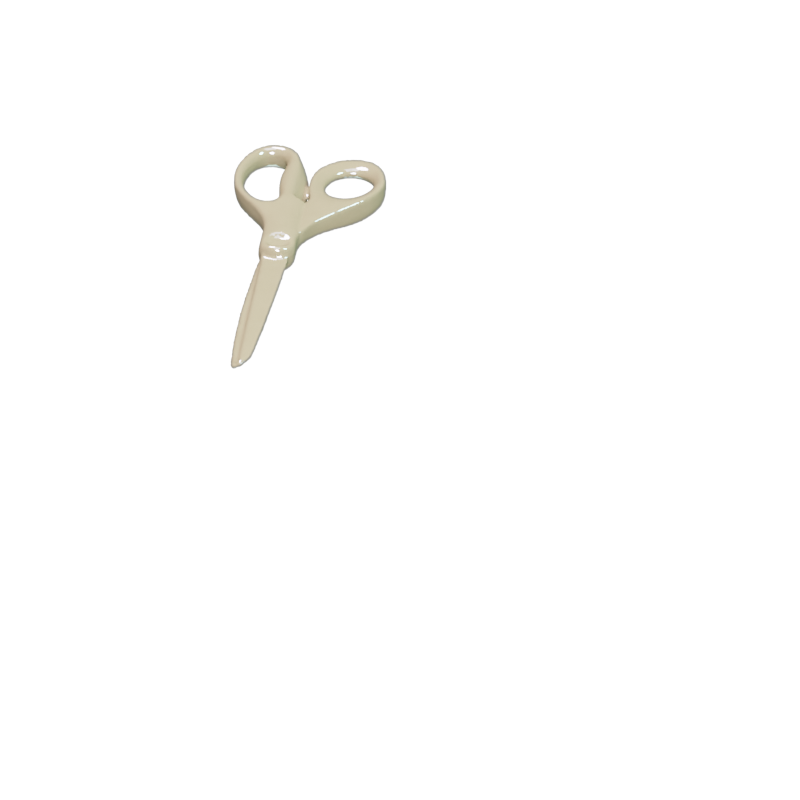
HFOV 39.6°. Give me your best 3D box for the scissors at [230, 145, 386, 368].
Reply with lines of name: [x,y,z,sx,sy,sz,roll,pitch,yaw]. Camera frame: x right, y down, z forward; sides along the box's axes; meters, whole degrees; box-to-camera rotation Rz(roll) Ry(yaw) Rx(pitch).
scissors: [-0.046,-0.084,0.586,0.095,0.015,0.217,-5,38,-7]
